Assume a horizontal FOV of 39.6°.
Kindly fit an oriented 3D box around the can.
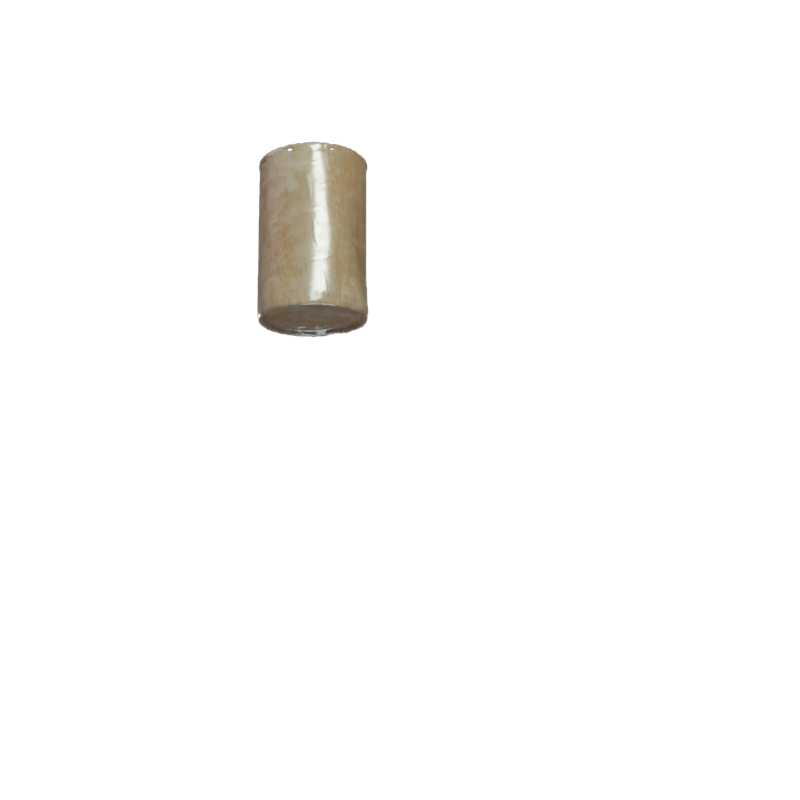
[{"bbox_3d":[-0.053,-0.096,0.674,0.068,0.107,0.066,0,-19,-2],"label":"can"}]
